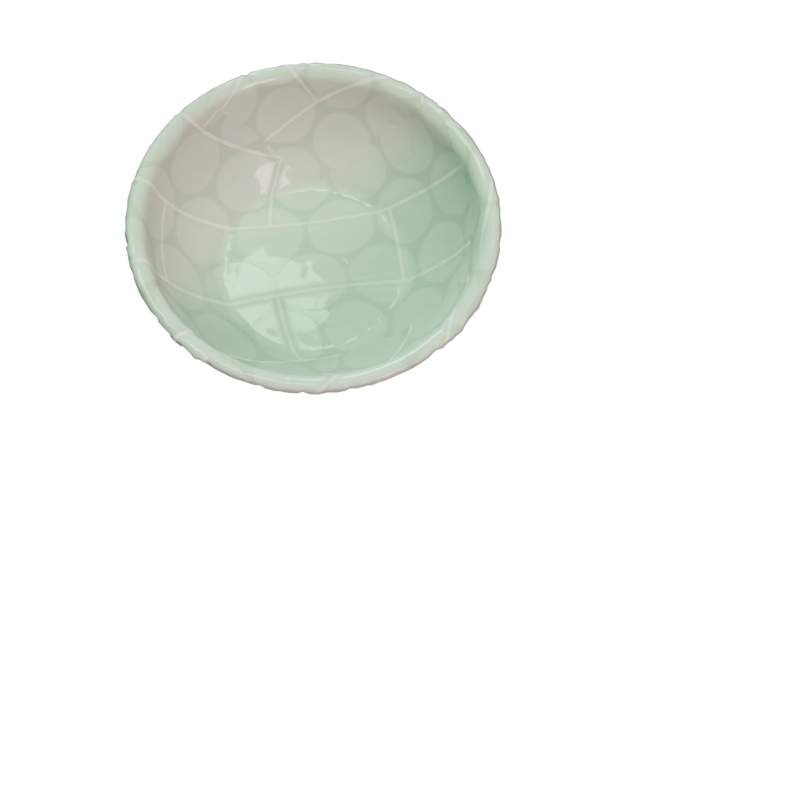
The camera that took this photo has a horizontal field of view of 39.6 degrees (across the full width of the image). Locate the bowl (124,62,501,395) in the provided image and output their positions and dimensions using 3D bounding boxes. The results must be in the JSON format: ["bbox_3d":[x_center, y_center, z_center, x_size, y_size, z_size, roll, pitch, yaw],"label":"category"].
[{"bbox_3d":[-0.039,-0.071,0.498,0.162,0.172,0.052,-1,-25,-1],"label":"bowl"}]
